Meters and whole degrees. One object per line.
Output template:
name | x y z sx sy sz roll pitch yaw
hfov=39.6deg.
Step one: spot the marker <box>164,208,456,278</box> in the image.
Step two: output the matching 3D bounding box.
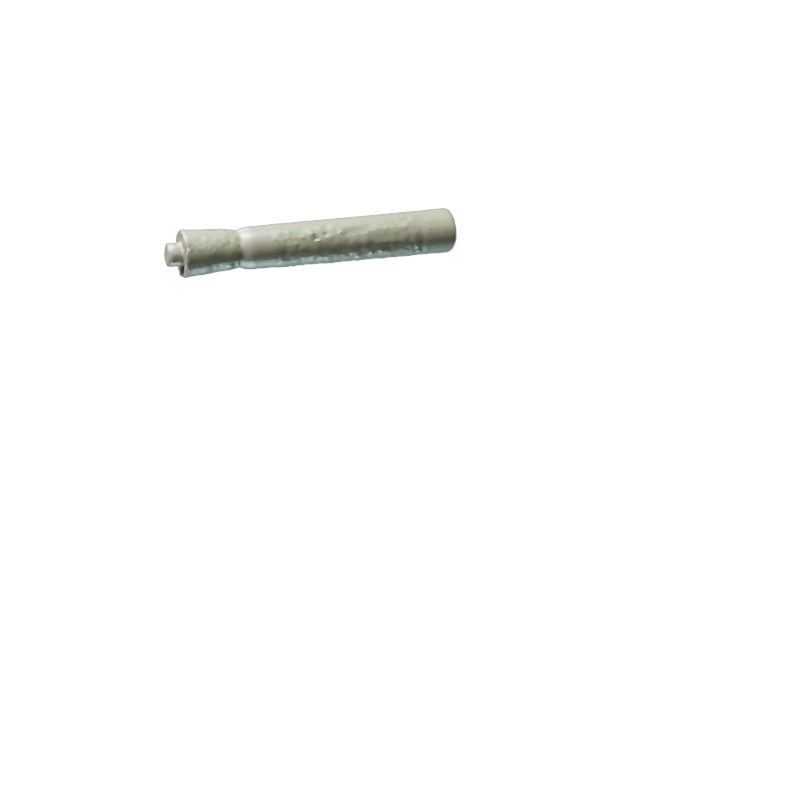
marker | -0.035 -0.064 0.446 0.118 0.020 0.020 -8 7 -21
